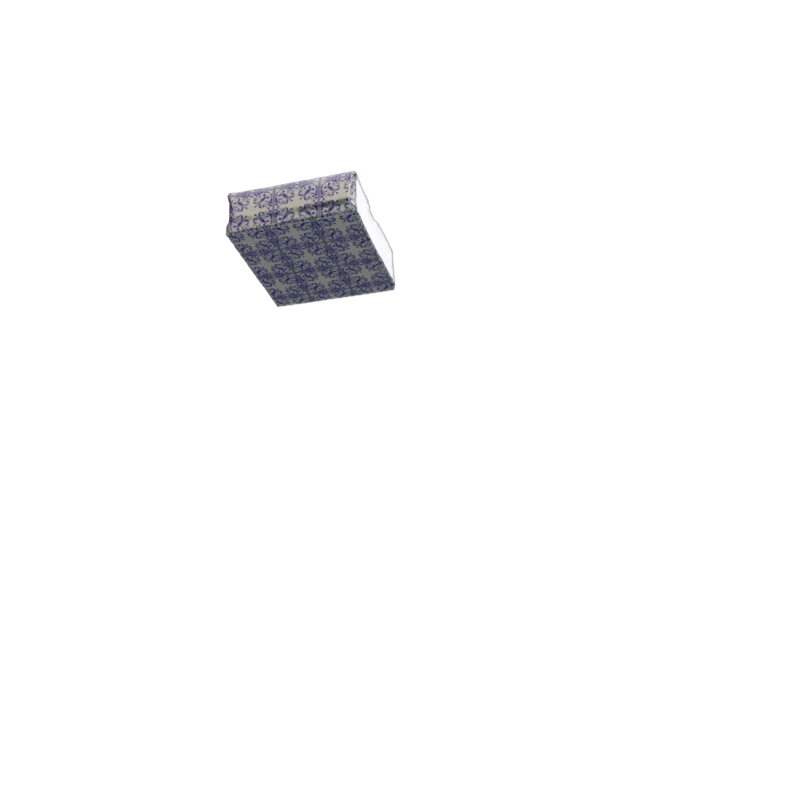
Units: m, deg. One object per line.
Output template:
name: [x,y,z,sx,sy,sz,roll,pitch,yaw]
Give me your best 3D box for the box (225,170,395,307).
box: [-0.049,-0.089,0.622,0.074,0.032,0.083,-8,-28,14]
